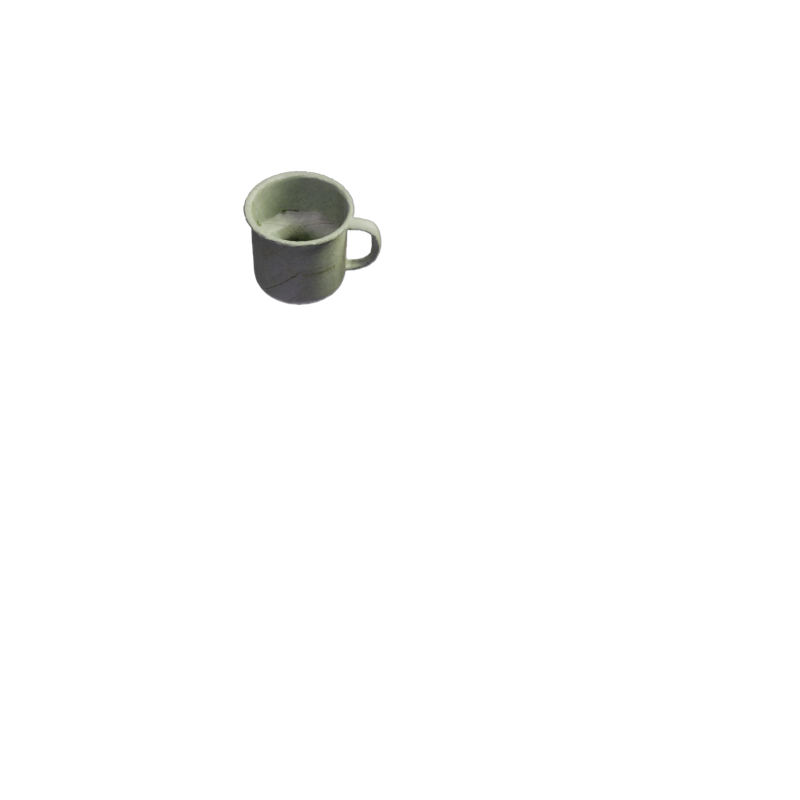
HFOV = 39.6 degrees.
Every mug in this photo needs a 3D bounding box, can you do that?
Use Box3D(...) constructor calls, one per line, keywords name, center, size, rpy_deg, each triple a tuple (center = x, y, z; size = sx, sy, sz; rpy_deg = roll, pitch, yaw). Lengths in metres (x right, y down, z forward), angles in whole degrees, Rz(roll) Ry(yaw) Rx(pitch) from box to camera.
Box3D(name="mug", center=(-0.075, -0.136, 0.954), size=(0.117, 0.100, 0.076), rpy_deg=(2, -42, 0))
